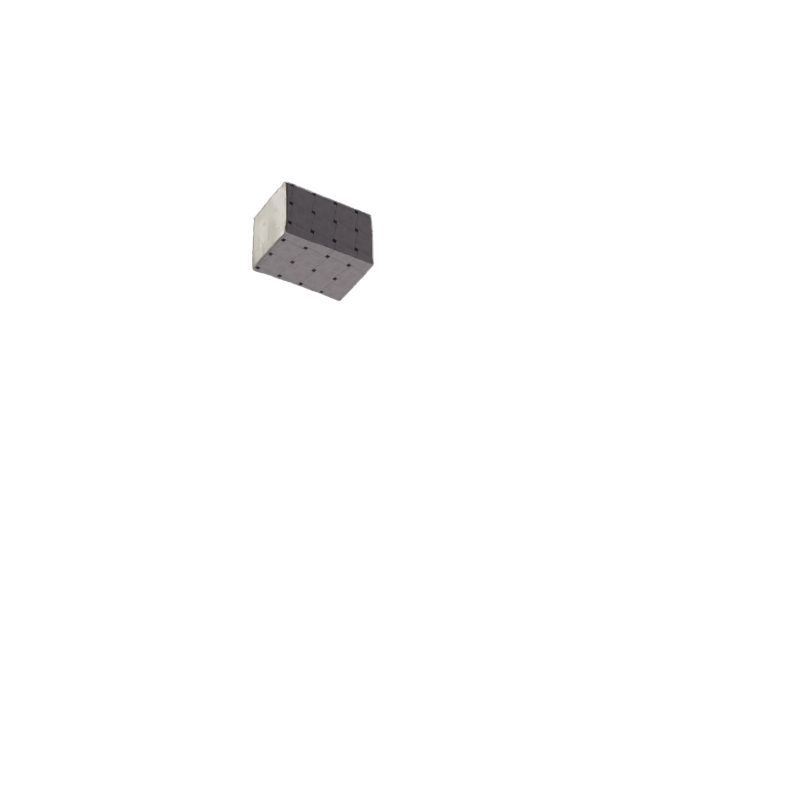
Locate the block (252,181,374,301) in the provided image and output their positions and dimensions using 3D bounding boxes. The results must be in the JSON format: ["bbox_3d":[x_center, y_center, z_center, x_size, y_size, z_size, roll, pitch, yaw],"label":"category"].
[{"bbox_3d":[-0.065,-0.119,0.832,0.074,0.055,0.051,20,-41,-26],"label":"block"}]
